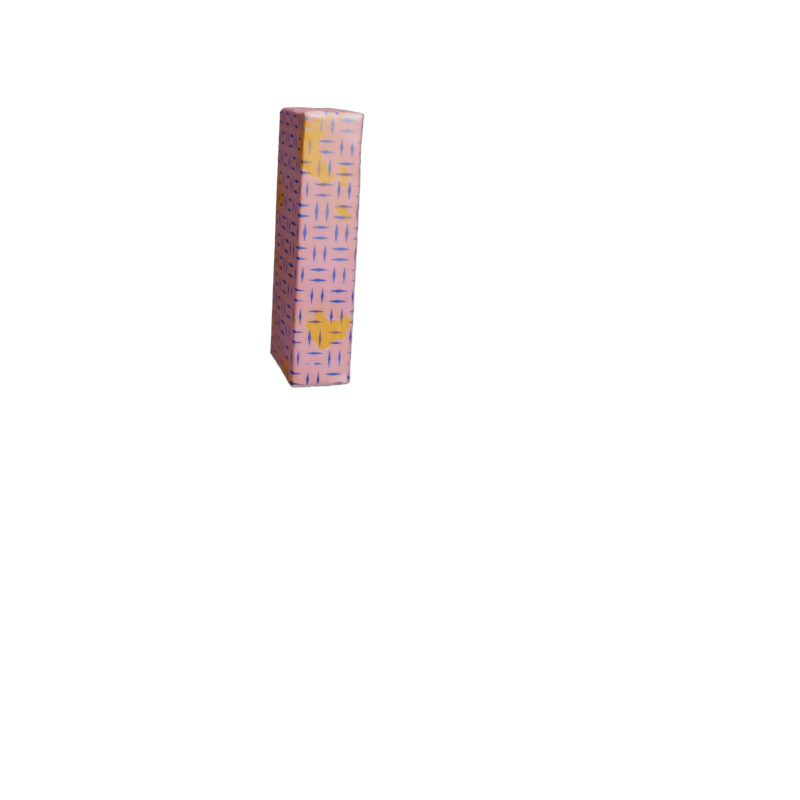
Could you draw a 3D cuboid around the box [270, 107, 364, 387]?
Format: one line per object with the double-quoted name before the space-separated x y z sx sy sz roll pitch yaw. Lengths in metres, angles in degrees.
"box" -0.058 -0.105 0.736 0.047 0.173 0.097 -2 10 -15
